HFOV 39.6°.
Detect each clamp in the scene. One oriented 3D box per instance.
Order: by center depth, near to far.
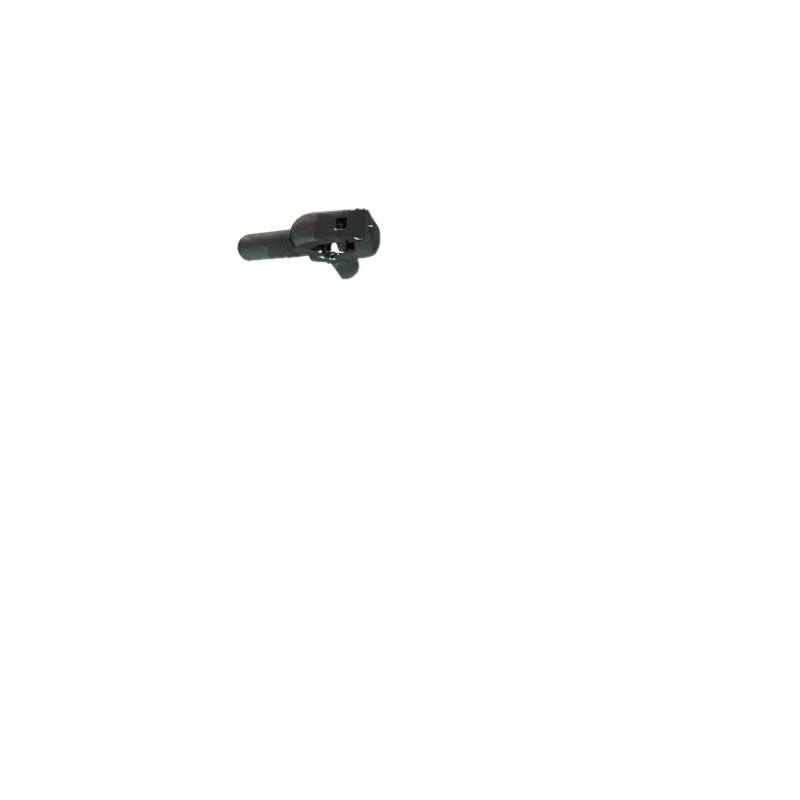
[{"bbox_3d":[-0.078,-0.142,0.993,0.118,0.040,0.170,2,-8,-15],"label":"clamp"}]
